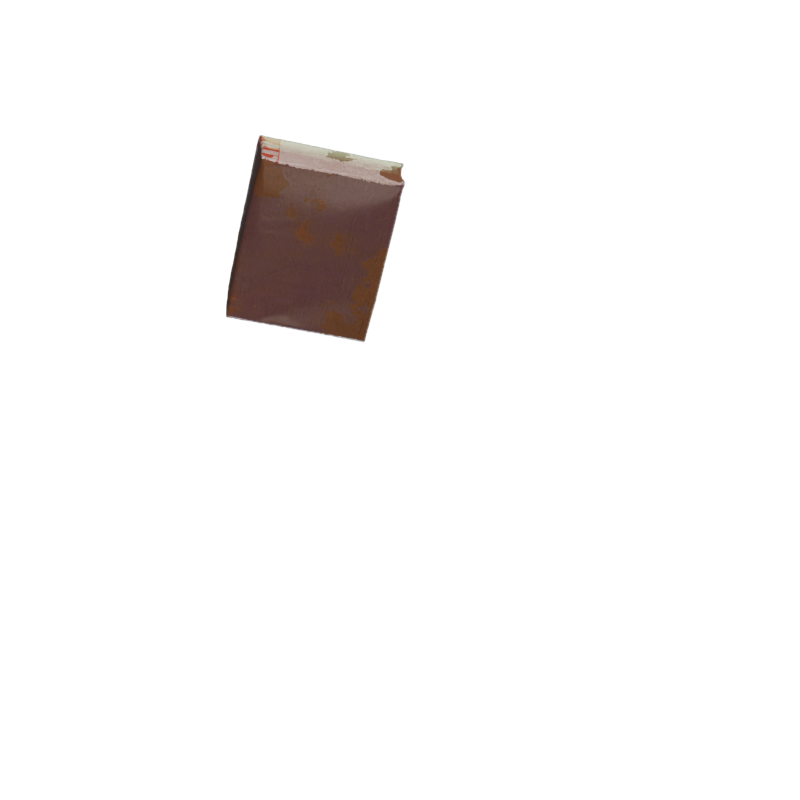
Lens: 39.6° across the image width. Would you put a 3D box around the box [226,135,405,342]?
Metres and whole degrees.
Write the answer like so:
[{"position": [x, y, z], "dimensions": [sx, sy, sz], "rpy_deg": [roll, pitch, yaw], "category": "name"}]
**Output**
[{"position": [-0.053, -0.096, 0.674], "dimensions": [0.089, 0.108, 0.041], "rpy_deg": [11, 30, -7], "category": "box"}]
